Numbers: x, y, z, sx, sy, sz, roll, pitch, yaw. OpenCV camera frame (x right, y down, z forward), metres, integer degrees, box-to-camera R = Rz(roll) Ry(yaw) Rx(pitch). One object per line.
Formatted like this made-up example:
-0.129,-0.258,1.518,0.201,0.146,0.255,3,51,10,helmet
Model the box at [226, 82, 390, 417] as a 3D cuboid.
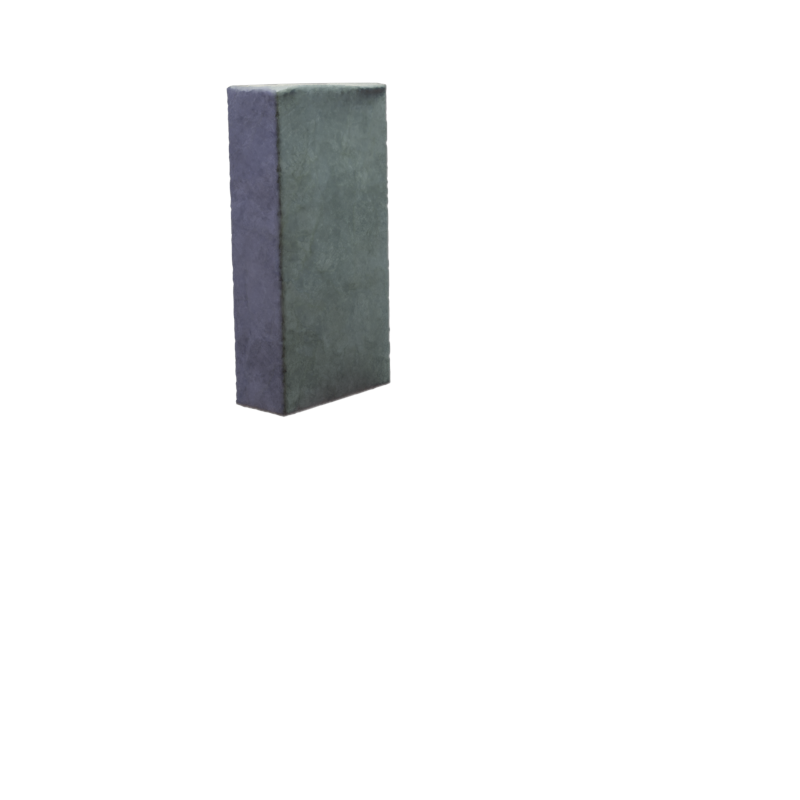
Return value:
-0.049,-0.089,0.621,0.050,0.172,0.091,10,15,39,box
